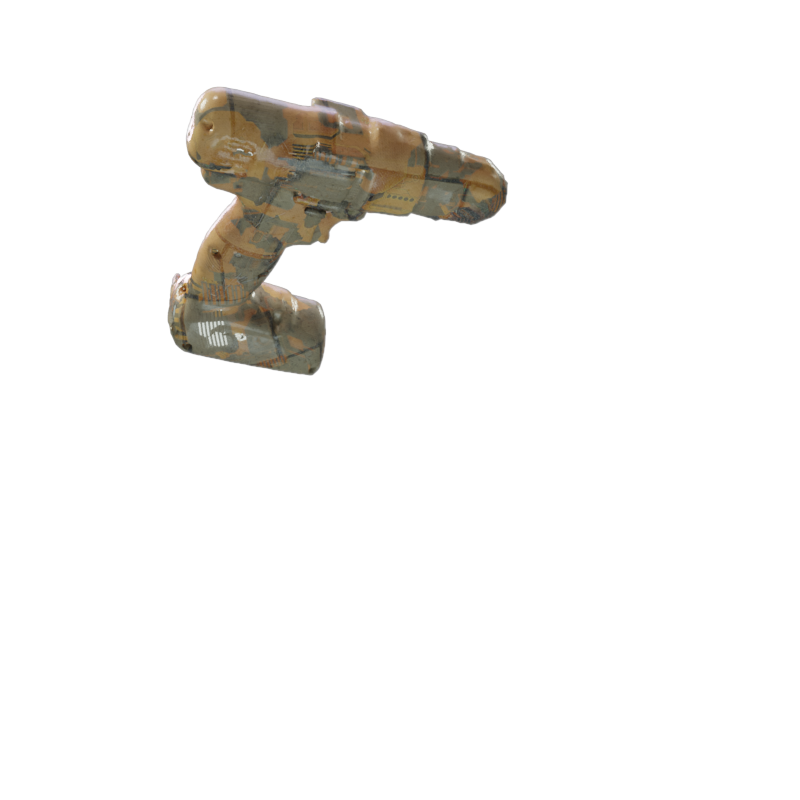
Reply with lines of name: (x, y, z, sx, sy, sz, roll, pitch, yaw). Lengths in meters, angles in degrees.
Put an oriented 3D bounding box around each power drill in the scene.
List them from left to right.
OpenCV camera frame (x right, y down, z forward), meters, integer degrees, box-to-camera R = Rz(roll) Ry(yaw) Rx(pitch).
power drill: (-0.052, -0.094, 0.659, 0.180, 0.062, 0.179, 14, -45, -15)
